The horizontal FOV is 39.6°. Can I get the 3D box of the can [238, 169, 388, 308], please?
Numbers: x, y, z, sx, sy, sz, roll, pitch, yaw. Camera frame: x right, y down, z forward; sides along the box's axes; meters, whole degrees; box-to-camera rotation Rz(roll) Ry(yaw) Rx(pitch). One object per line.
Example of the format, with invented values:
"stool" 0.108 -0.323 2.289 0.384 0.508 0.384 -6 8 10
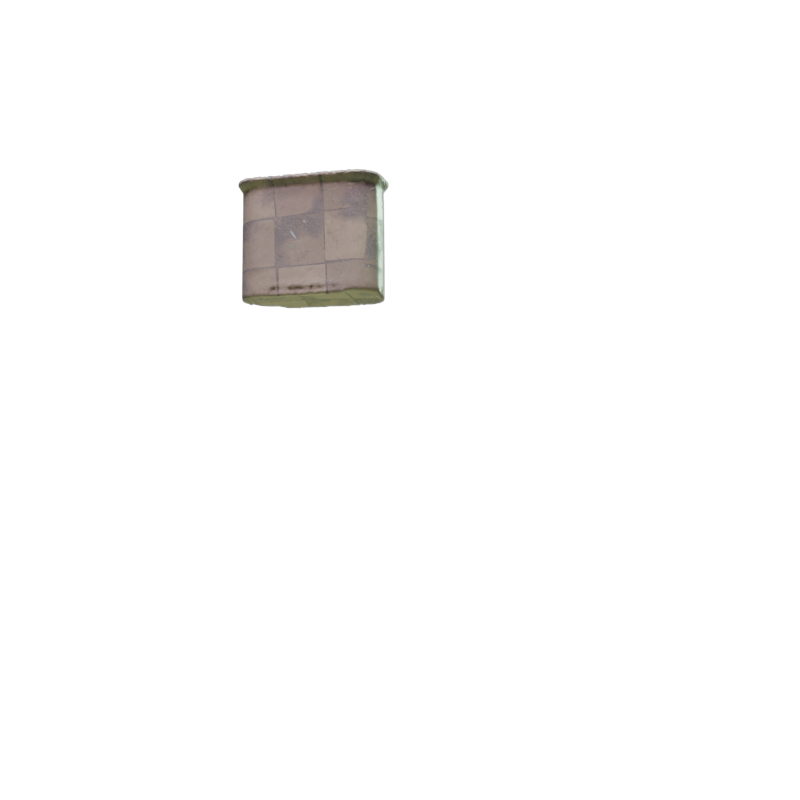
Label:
"can" -0.060 -0.109 0.764 0.104 0.086 0.055 -3 -10 15
